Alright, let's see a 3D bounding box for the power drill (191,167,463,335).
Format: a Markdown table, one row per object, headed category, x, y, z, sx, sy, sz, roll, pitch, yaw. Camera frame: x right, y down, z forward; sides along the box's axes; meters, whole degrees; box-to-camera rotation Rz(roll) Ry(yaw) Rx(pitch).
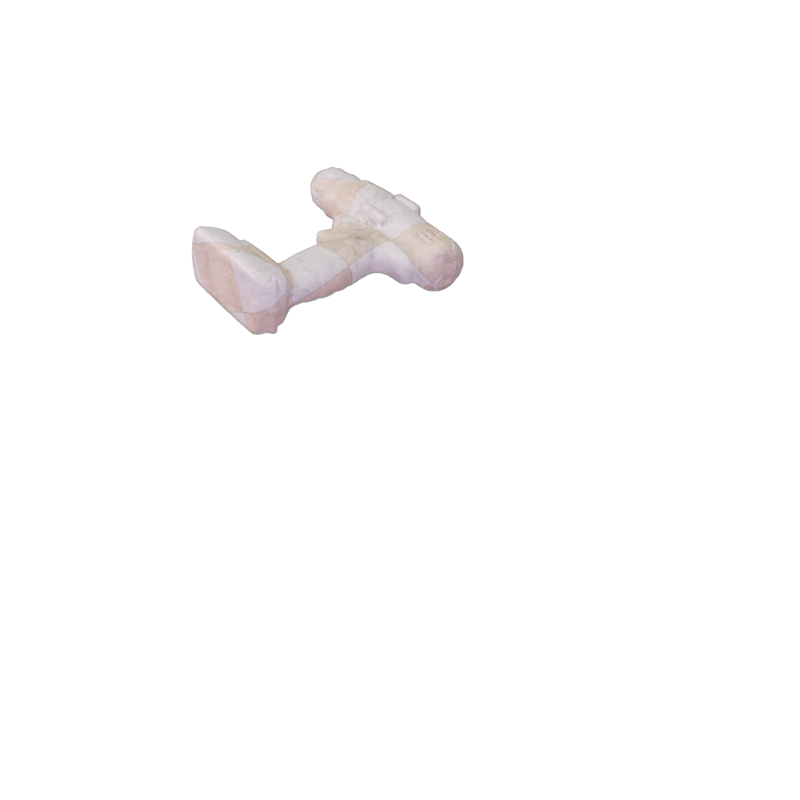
| category | x | y | z | sx | sy | sz | roll | pitch | yaw |
| --- | --- | --- | --- | --- | --- | --- | --- | --- | --- |
| power drill | -0.070 | -0.128 | 0.900 | 0.185 | 0.054 | 0.198 | -22 | 40 | -29 |
